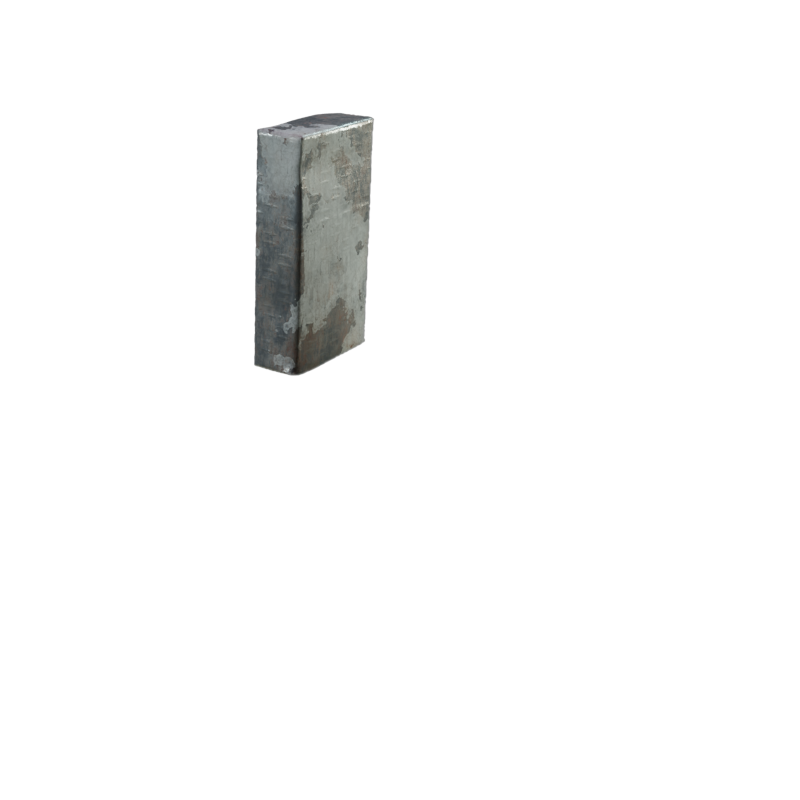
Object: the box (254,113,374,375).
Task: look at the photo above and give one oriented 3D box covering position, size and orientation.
[{"bbox_3d":[-0.063,-0.114,0.801,0.050,0.170,0.093,11,20,30],"label":"box"}]
